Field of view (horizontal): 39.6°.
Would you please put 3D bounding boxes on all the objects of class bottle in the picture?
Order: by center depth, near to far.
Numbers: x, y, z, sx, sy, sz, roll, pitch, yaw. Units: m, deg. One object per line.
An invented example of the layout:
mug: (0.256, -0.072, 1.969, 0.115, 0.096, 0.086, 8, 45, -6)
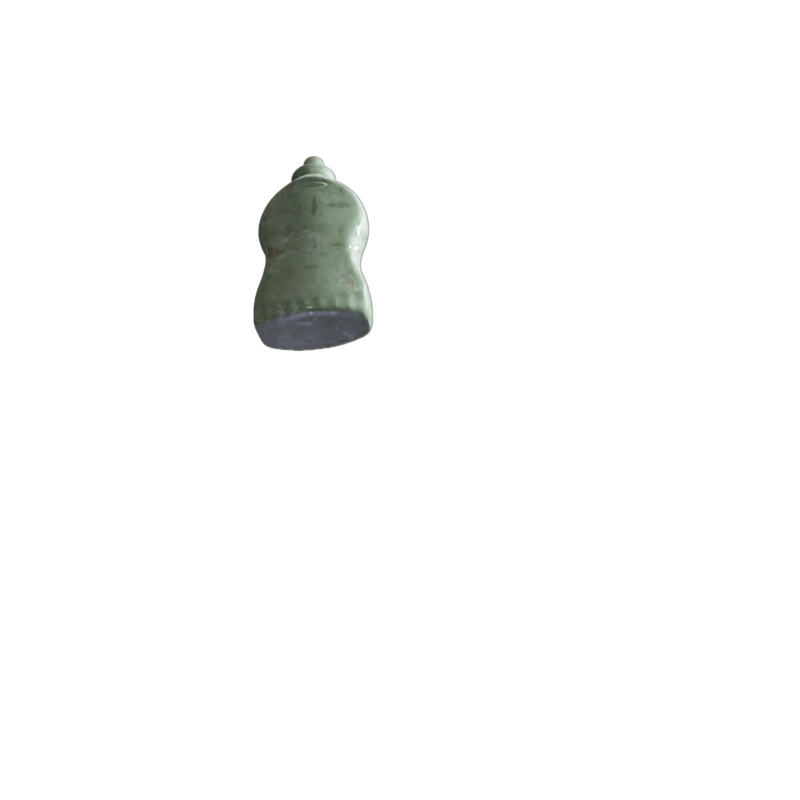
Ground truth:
bottle: (-0.075, -0.136, 0.956, 0.097, 0.205, 0.054, -10, -37, 10)
